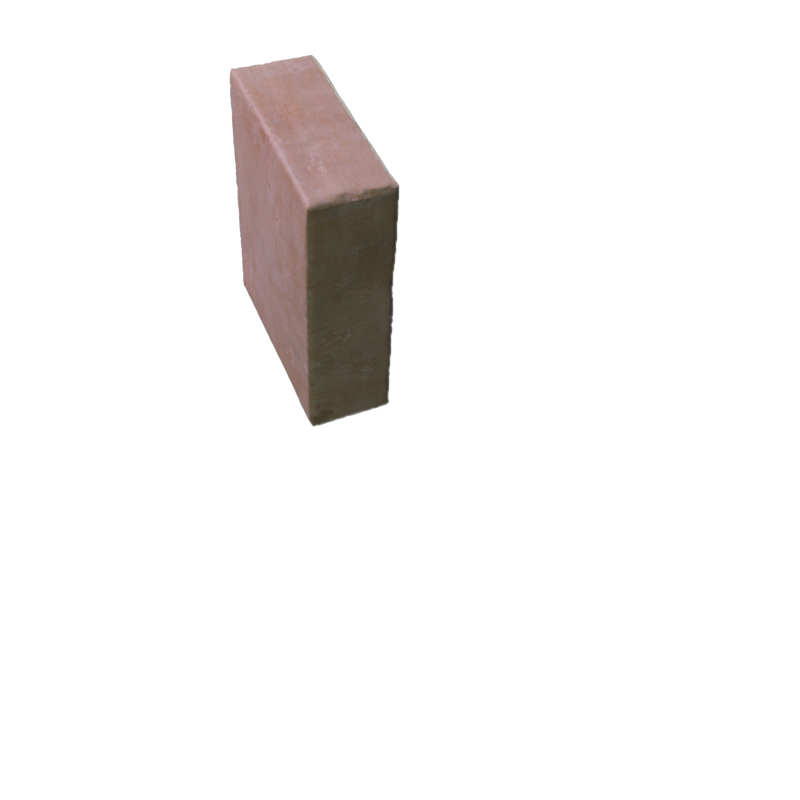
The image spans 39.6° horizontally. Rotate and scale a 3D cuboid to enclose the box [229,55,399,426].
[{"bbox_3d":[-0.063,-0.114,0.799,0.071,0.199,0.178,-14,49,-17],"label":"box"}]
